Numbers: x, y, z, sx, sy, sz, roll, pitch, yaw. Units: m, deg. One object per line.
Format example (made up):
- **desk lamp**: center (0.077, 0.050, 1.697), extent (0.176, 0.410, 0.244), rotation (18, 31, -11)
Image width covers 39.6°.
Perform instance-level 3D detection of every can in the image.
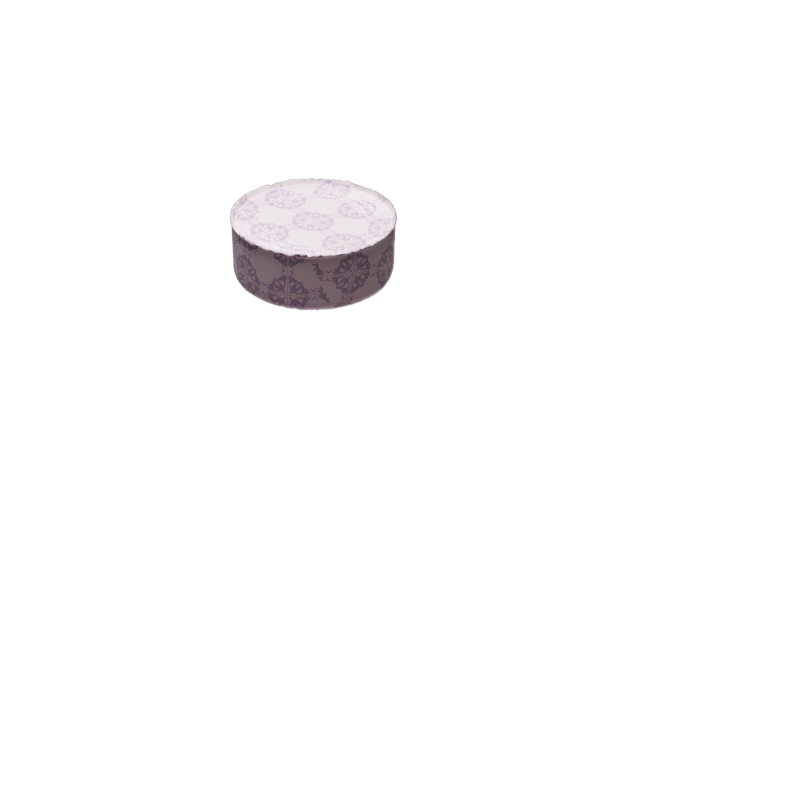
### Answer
- **can**: center (-0.045, -0.082, 0.576), extent (0.086, 0.031, 0.092), rotation (-1, 34, -2)
